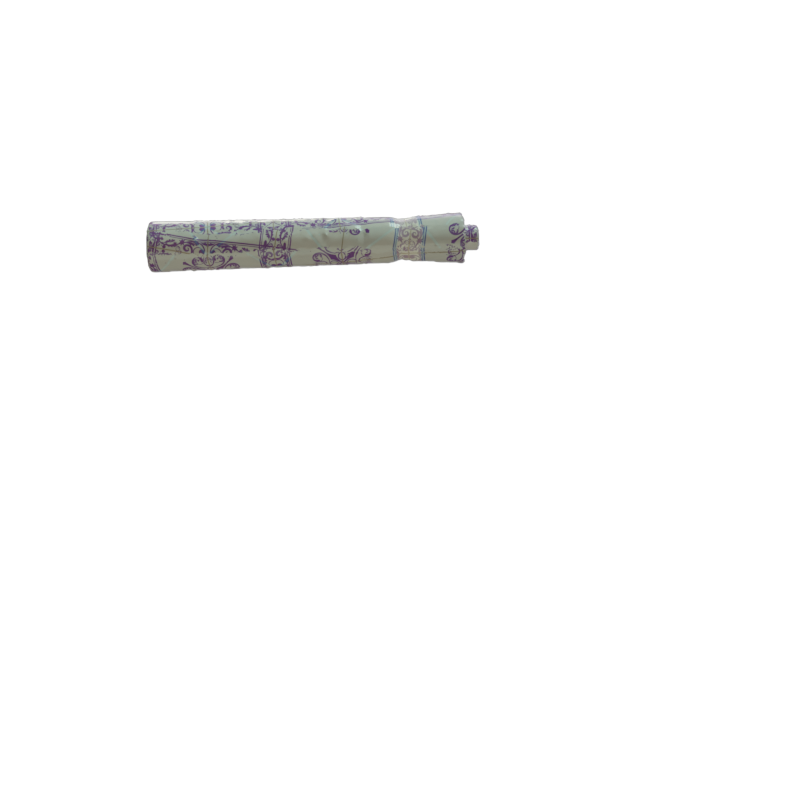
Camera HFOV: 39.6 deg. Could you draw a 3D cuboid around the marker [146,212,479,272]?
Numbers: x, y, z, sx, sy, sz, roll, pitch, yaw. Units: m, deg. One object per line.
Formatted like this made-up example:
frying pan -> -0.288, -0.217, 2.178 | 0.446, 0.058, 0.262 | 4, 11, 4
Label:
marker -> -0.032, -0.058, 0.408 | 0.121, 0.020, 0.020 | -2, 4, 2
